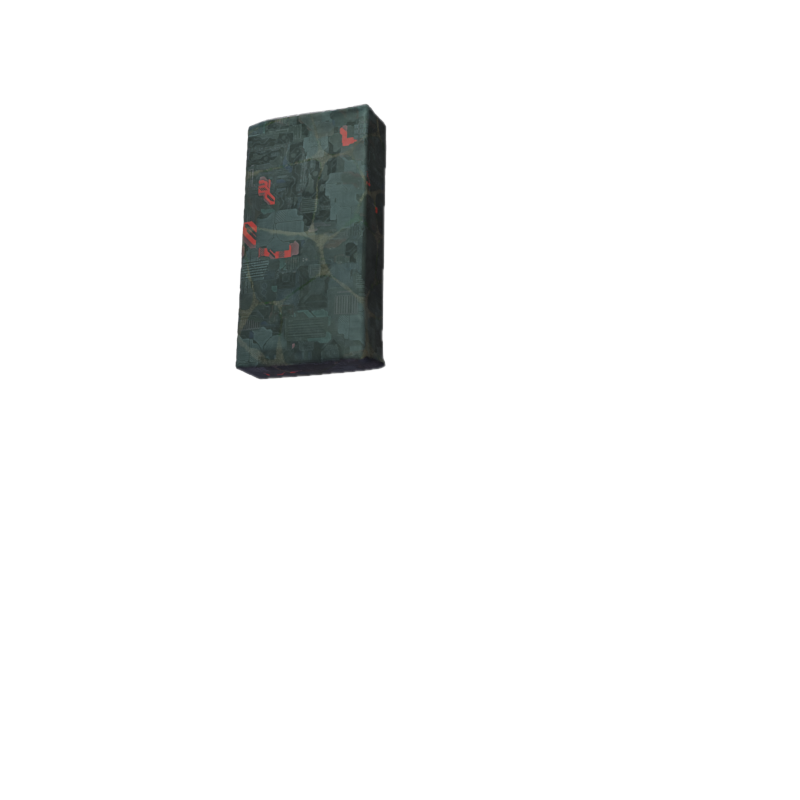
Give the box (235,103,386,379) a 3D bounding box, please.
[{"bbox_3d":[-0.059,-0.106,0.744,0.095,0.183,0.045,-7,-17,21],"label":"box"}]
